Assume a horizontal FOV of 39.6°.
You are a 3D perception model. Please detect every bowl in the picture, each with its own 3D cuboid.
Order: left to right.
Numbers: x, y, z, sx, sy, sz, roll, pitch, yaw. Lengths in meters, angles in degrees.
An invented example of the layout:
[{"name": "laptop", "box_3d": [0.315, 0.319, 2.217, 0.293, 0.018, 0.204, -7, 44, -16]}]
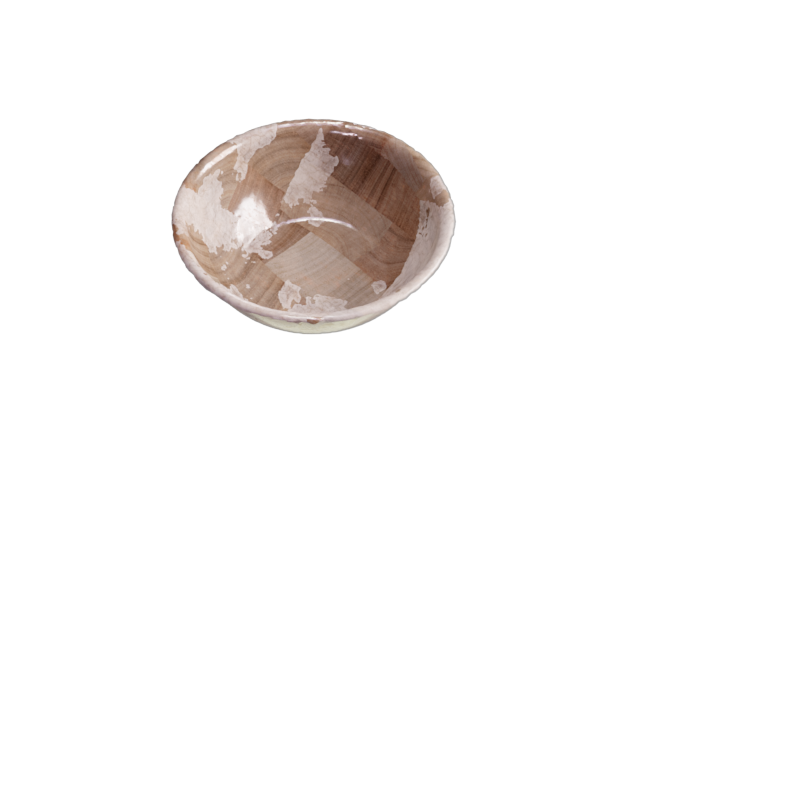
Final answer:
[{"name": "bowl", "box_3d": [-0.051, -0.093, 0.650, 0.162, 0.174, 0.051, -1, -39, -1]}]
